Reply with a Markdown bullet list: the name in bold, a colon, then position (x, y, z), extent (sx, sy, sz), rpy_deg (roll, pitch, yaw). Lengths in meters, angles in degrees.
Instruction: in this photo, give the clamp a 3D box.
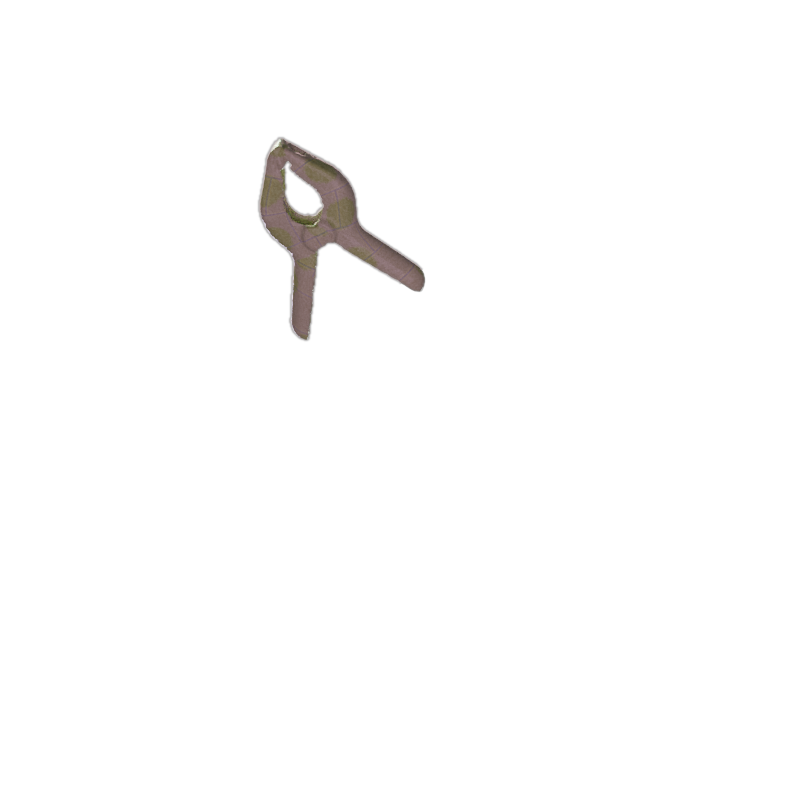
- **clamp**: position (-0.072, -0.131, 0.917), extent (0.120, 0.166, 0.041), rpy_deg (-34, 13, 9)
